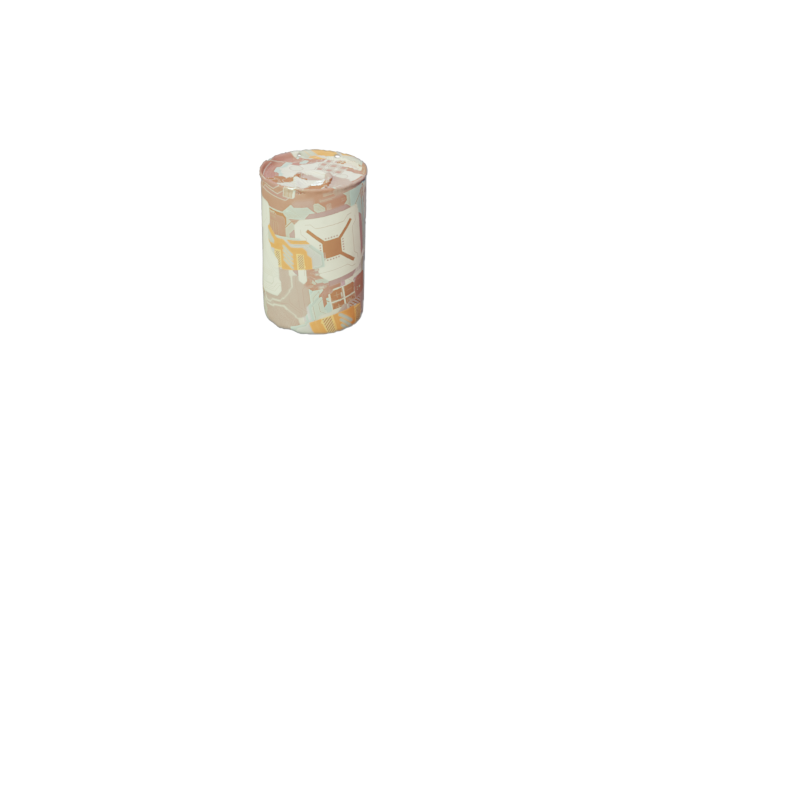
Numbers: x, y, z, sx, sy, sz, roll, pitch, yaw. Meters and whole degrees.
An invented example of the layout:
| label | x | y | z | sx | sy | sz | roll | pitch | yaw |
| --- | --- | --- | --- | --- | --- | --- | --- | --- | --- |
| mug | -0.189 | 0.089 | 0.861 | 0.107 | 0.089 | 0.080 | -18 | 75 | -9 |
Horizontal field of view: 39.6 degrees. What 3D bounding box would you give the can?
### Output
| label | x | y | z | sx | sy | sz | roll | pitch | yaw |
| --- | --- | --- | --- | --- | --- | --- | --- | --- | --- |
| can | -0.056 | -0.102 | 0.713 | 0.068 | 0.097 | 0.073 | 0 | 28 | -2 |
